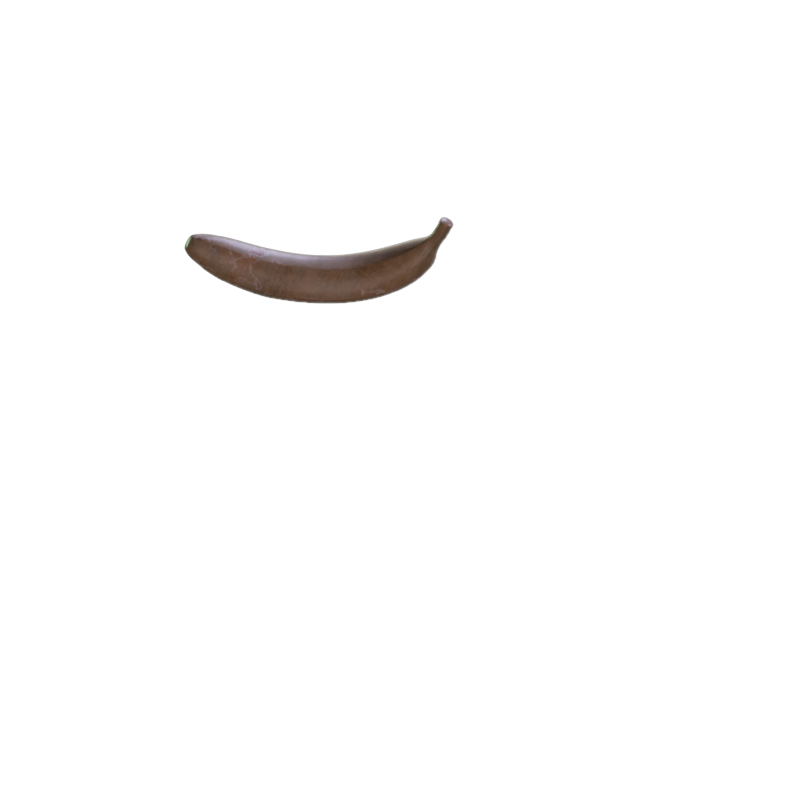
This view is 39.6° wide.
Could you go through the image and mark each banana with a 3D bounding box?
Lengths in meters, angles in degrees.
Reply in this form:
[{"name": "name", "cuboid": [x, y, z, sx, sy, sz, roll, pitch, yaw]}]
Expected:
[{"name": "banana", "cuboid": [-0.059, -0.103, 0.832, 0.198, 0.065, 0.039, -5, 29, 2]}]
